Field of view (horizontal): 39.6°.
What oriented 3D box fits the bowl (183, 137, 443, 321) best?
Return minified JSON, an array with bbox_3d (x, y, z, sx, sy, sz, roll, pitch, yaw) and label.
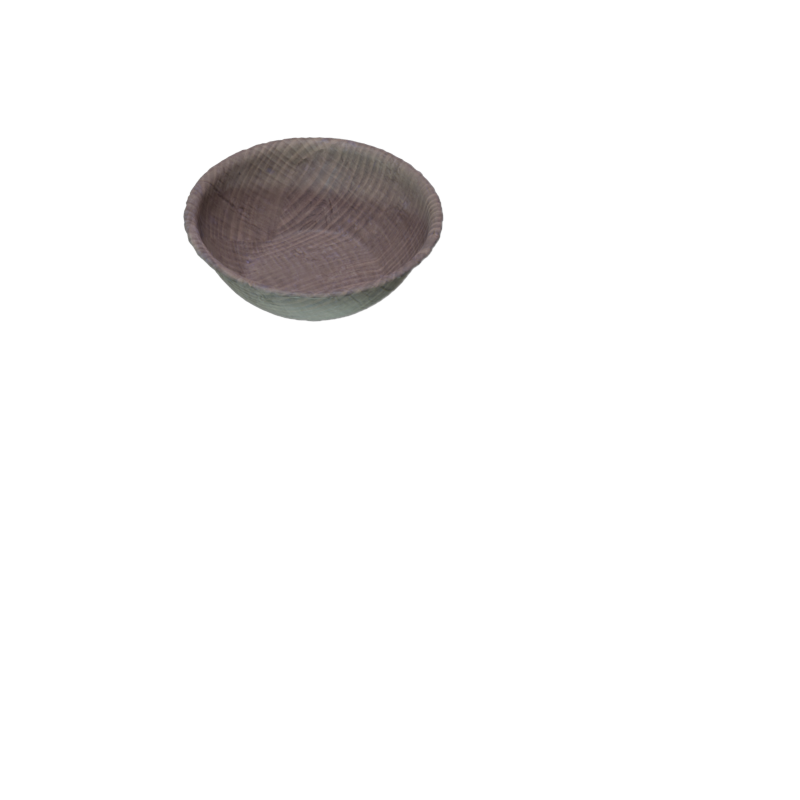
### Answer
[{"bbox_3d":[-0.055,-0.101,0.706,0.162,0.051,0.174,-1,43,-1],"label":"bowl"}]
